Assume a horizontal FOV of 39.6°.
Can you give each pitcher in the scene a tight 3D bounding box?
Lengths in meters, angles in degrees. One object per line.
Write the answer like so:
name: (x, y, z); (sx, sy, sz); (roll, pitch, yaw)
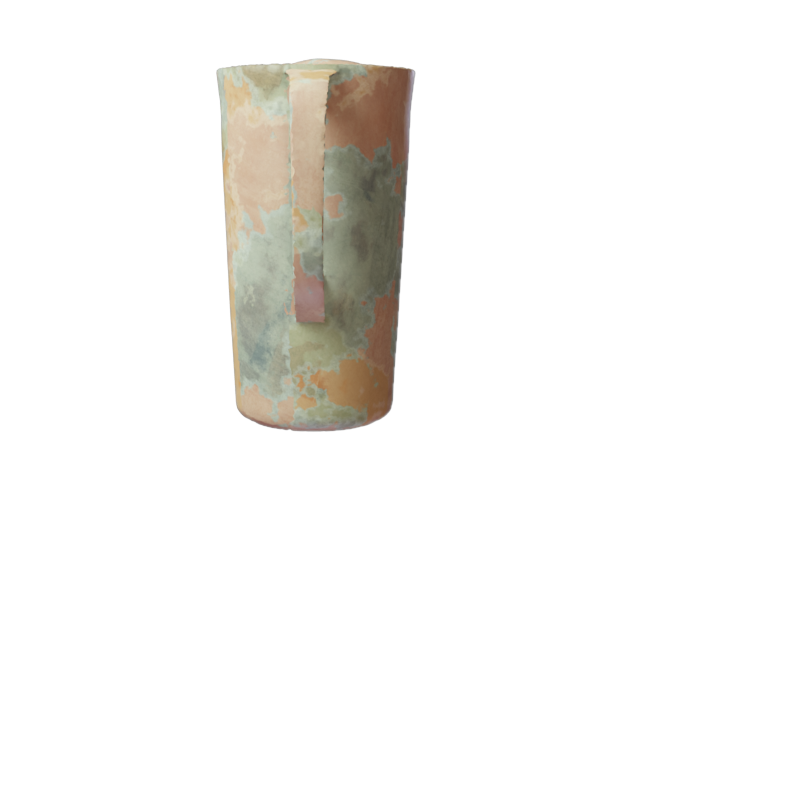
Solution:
pitcher: (-0.058, -0.106, 0.742); (0.152, 0.240, 0.144); (6, 8, 43)
